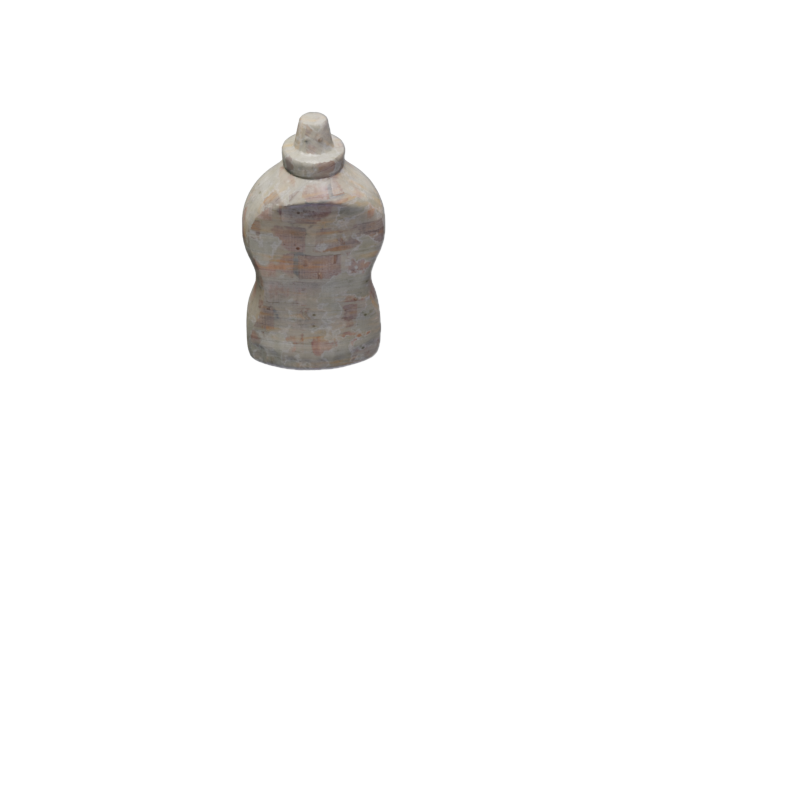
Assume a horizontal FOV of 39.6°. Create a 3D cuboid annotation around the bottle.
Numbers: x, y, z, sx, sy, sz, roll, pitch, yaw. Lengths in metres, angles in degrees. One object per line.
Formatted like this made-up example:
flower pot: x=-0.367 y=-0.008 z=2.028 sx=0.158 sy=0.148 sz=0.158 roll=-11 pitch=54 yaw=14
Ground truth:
bottle: x=-0.059 y=-0.108 z=0.753 sx=0.096 sy=0.179 sz=0.063 roll=0 pitch=40 yaw=-3
